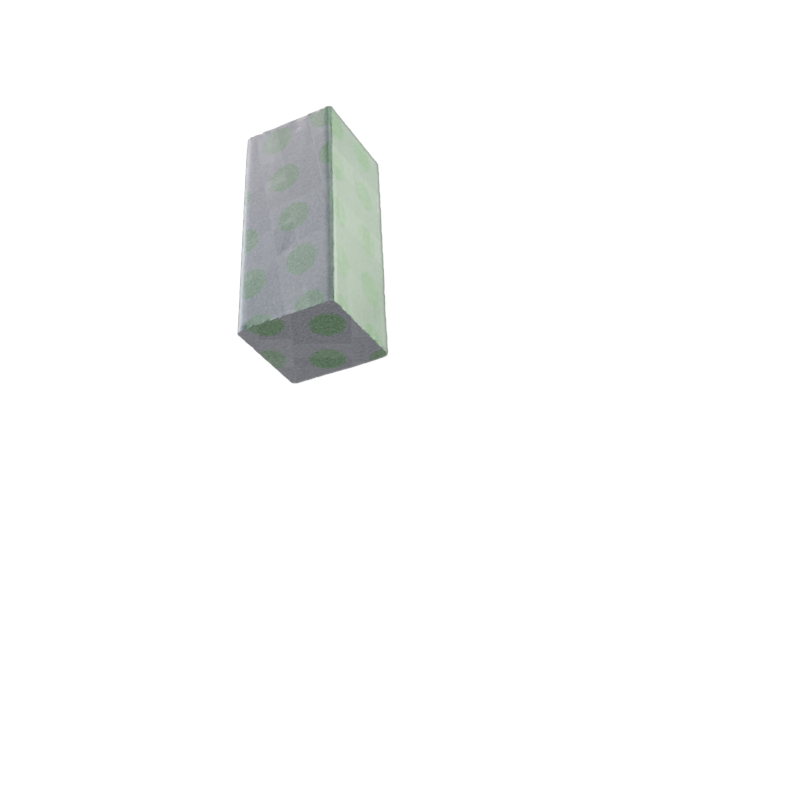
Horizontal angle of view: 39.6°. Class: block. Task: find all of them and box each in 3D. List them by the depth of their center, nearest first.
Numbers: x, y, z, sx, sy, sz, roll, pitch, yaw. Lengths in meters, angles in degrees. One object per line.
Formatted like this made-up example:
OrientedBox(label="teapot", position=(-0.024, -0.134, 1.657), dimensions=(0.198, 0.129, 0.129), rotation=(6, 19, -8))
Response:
OrientedBox(label="block", position=(-0.073, -0.132, 0.927), dimensions=(0.091, 0.221, 0.084), rotation=(-19, -39, 21))
